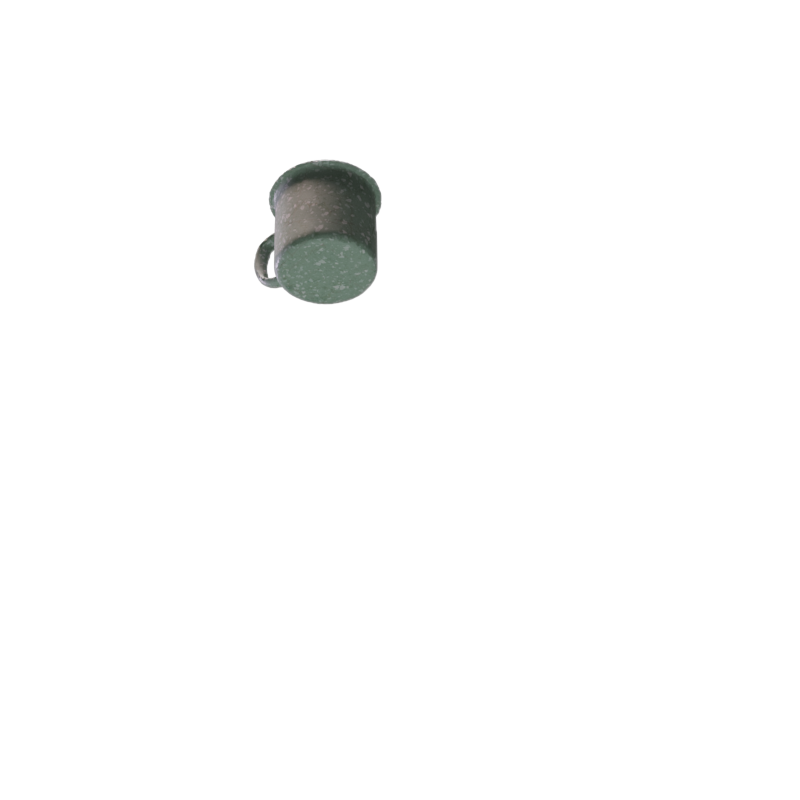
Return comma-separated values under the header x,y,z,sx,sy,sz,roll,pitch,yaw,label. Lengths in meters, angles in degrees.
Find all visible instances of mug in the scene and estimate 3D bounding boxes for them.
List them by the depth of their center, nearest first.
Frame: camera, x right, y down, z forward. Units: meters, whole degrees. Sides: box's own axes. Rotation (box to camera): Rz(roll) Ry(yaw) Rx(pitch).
x,y,z,sx,sy,sz,roll,pitch,yaw,label
-0.070,-0.127,0.892,0.118,0.087,0.086,-22,-43,24,mug
